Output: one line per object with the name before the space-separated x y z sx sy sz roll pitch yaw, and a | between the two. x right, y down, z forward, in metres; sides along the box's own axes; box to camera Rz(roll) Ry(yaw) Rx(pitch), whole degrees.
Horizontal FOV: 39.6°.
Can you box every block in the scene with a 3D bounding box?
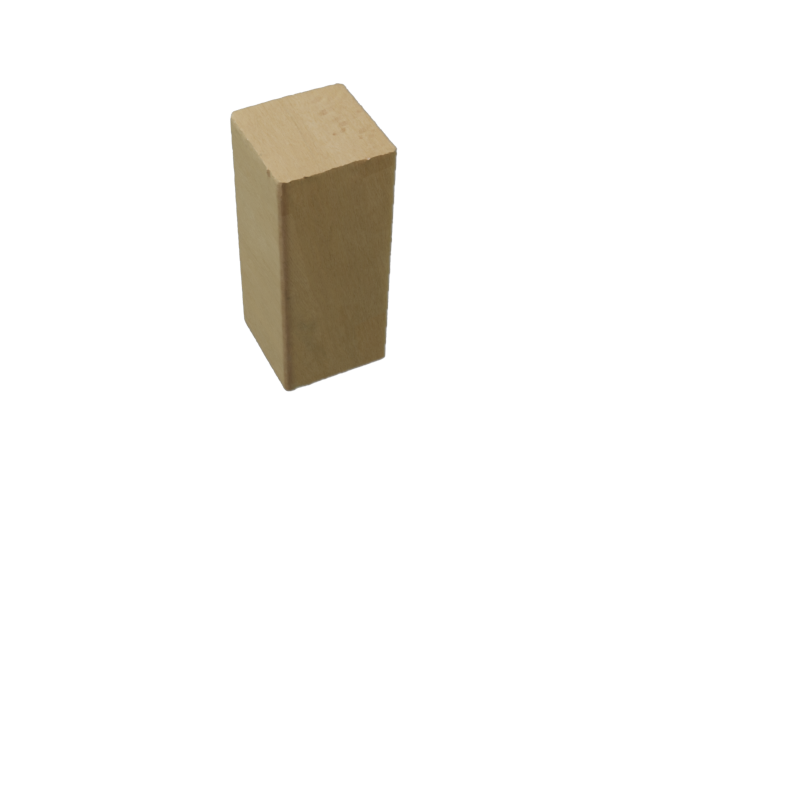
block | -0.065 -0.117 0.822 0.089 0.192 0.098 -18 50 -20
